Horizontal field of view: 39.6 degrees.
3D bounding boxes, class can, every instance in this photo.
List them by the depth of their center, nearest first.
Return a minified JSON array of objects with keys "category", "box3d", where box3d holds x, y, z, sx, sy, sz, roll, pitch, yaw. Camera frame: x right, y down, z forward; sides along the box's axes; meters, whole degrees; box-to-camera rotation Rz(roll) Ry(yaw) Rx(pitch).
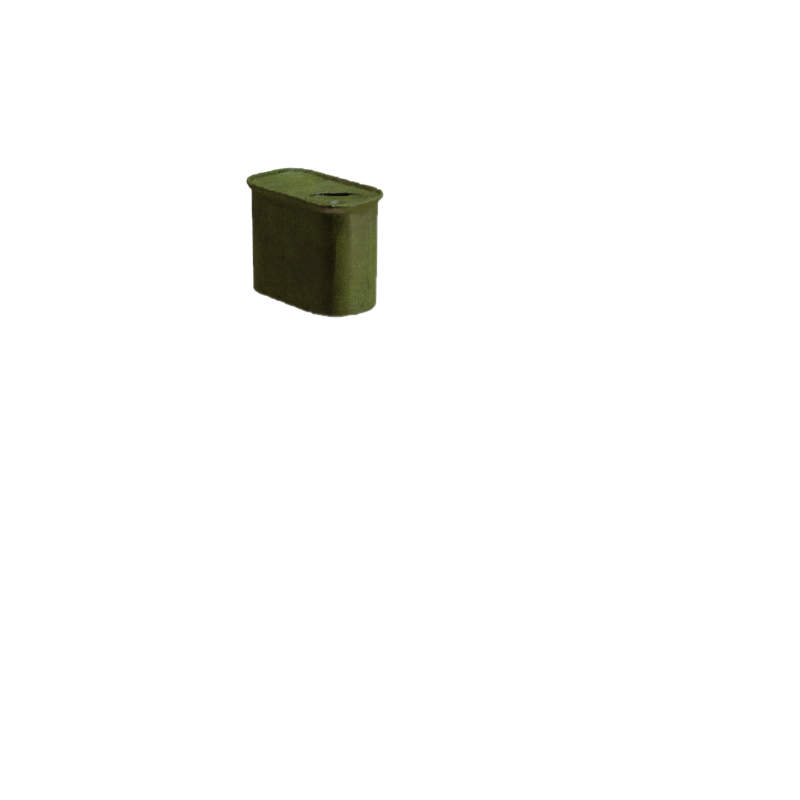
[{"category":"can","box3d":[-0.061,-0.112,0.784,0.057,0.080,0.108,-19,30,-41]}]
